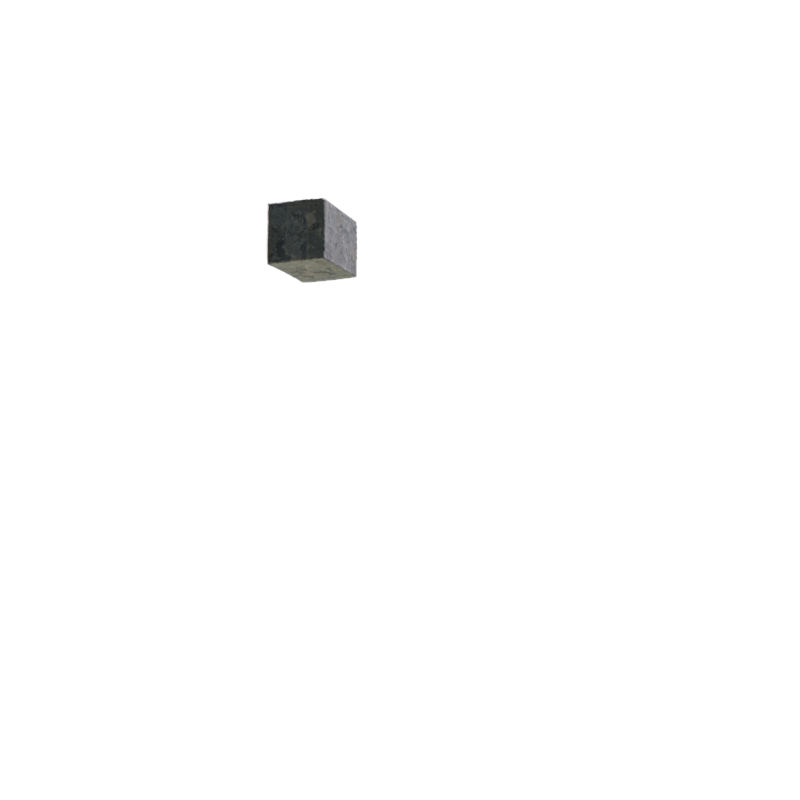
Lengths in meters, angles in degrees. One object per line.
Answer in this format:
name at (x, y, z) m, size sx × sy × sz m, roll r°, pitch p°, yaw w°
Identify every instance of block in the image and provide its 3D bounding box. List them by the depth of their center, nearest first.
block at (-0.072, -0.132, 0.925) m, size 0.054 × 0.053 × 0.074 m, roll -4°, pitch -10°, yaw 18°
